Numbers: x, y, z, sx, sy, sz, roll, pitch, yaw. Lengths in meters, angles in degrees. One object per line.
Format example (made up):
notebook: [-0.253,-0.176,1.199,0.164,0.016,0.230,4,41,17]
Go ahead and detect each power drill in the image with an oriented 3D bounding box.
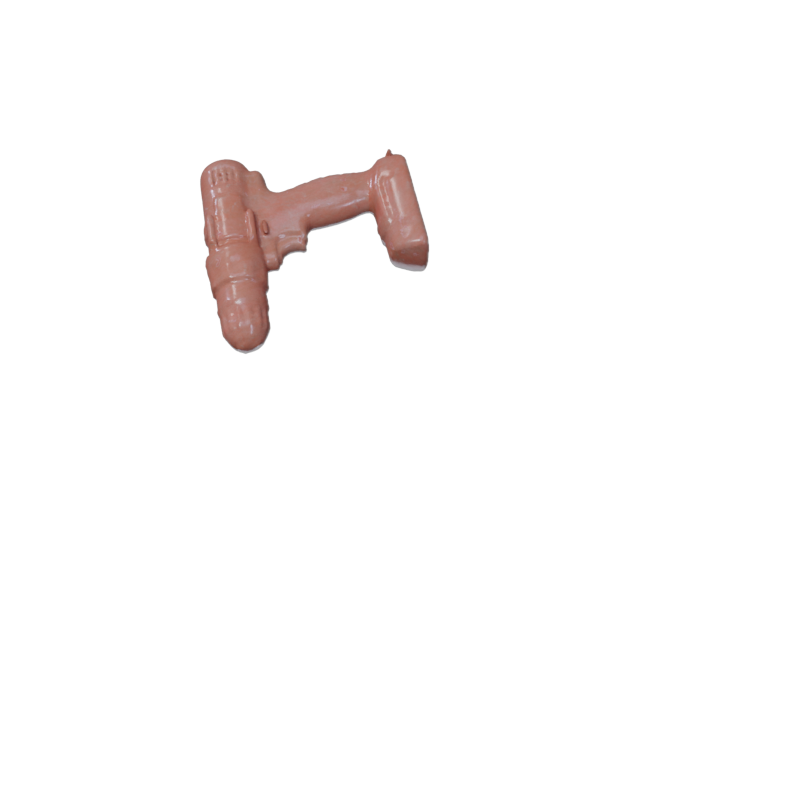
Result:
power drill: [-0.074,-0.135,0.948,0.186,0.197,0.054,-9,-28,-5]
